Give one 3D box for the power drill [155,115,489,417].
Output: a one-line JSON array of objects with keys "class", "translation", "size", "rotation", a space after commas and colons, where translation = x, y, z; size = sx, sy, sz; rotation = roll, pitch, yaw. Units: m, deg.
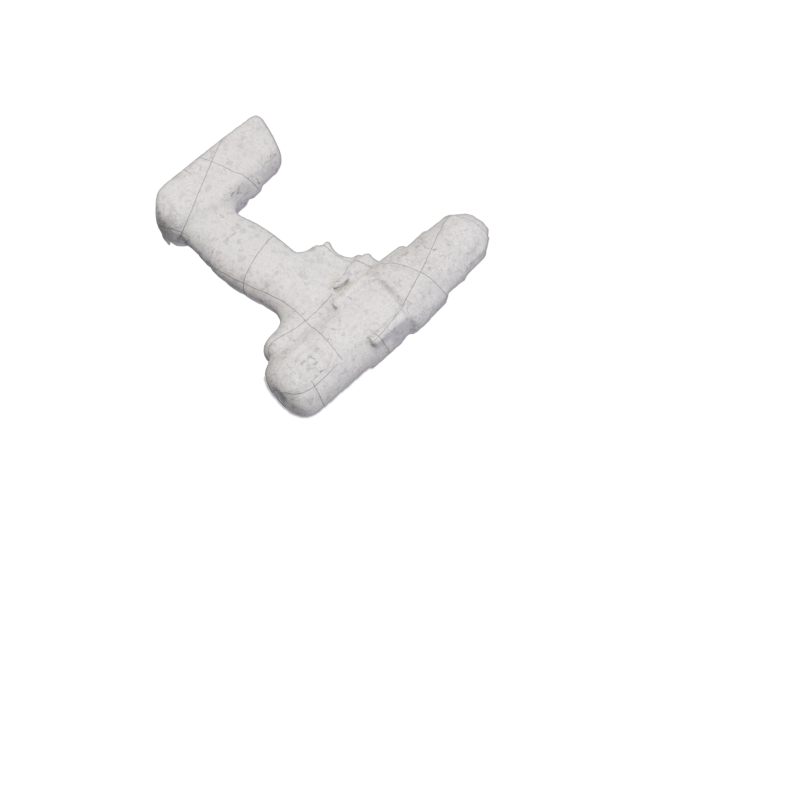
[{"class": "power drill", "translation": [-0.059, -0.107, 0.749], "size": [0.186, 0.197, 0.054], "rotation": [-41, -20, -19]}]
